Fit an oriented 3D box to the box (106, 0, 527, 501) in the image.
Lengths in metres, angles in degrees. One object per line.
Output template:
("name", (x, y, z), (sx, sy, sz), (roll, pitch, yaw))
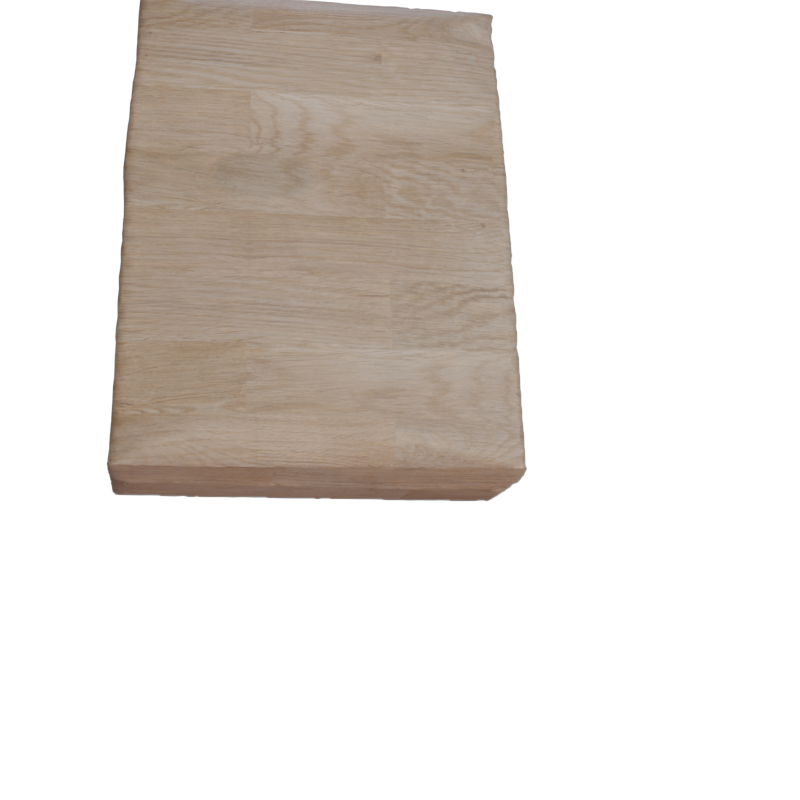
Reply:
("box", (-0.038, -0.069, 0.481), (0.162, 0.224, 0.069), (2, -21, -8))
